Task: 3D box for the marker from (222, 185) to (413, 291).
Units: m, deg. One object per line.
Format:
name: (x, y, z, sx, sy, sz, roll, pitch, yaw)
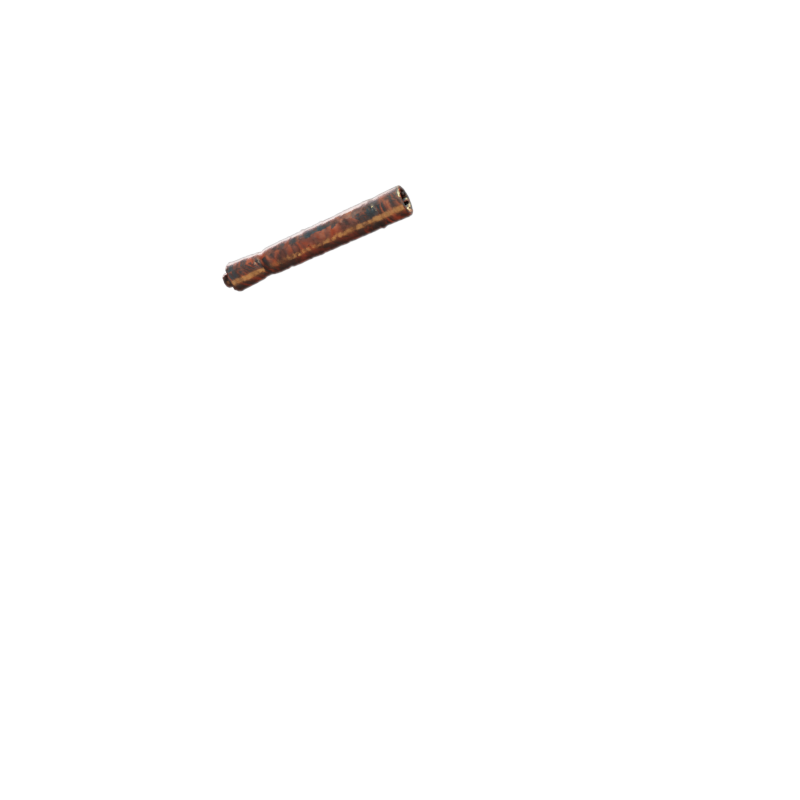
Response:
marker: (-0.050, -0.091, 0.641, 0.121, 0.020, 0.019, -21, -3, 20)
